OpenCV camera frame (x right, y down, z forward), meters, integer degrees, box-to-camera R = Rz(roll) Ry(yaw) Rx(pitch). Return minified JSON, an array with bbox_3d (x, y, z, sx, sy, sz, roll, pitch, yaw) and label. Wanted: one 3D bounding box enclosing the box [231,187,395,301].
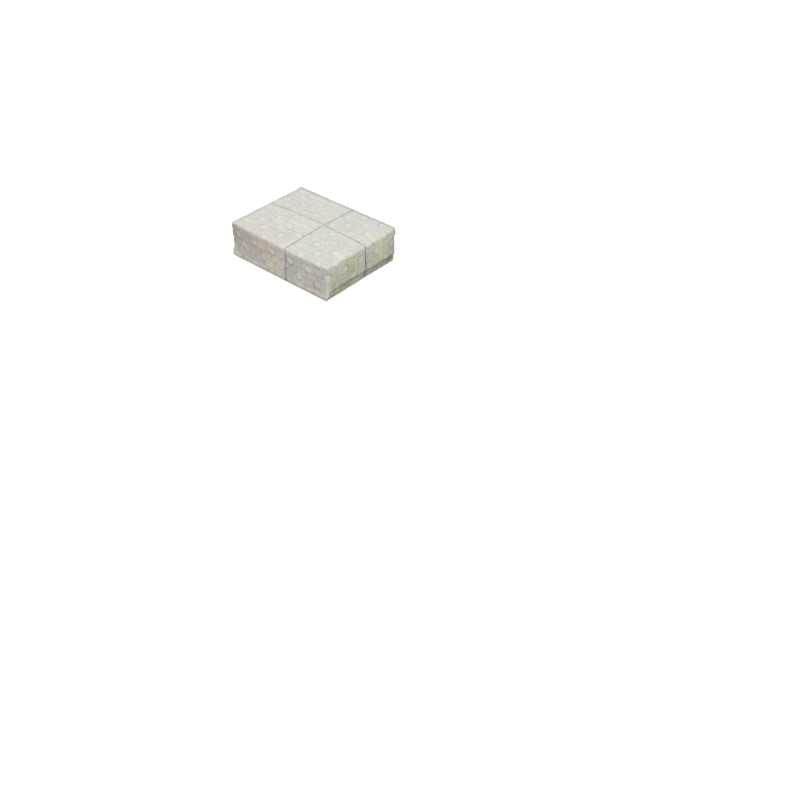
[{"bbox_3d":[-0.075,-0.137,0.956,0.120,0.036,0.090,26,41,32],"label":"box"}]
